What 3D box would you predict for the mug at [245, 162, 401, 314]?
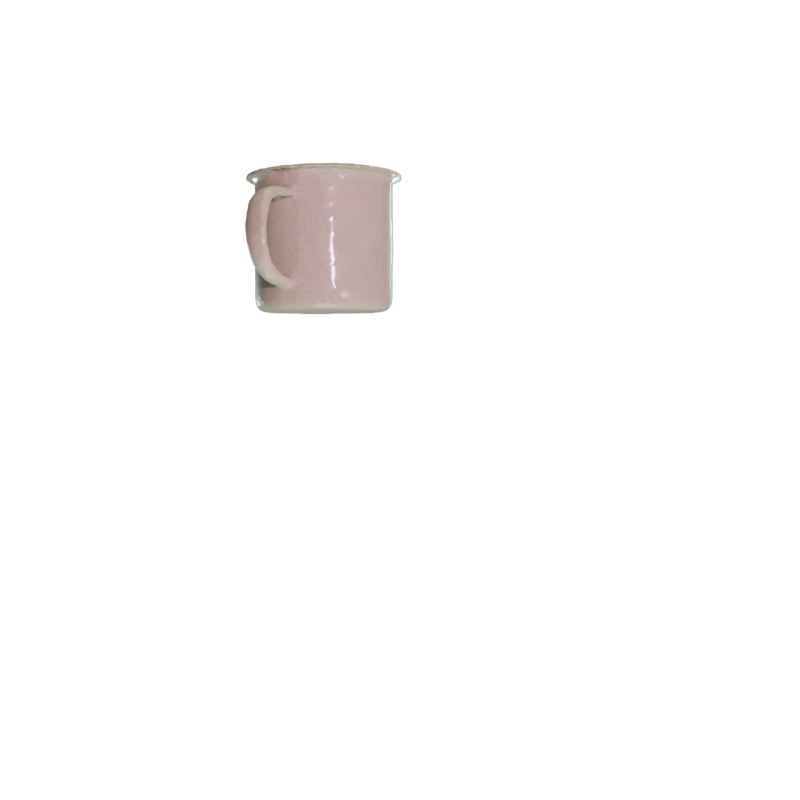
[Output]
[{"bbox_3d":[-0.051,-0.093,0.649,0.096,0.082,0.113,-1,-1,29],"label":"mug"}]
